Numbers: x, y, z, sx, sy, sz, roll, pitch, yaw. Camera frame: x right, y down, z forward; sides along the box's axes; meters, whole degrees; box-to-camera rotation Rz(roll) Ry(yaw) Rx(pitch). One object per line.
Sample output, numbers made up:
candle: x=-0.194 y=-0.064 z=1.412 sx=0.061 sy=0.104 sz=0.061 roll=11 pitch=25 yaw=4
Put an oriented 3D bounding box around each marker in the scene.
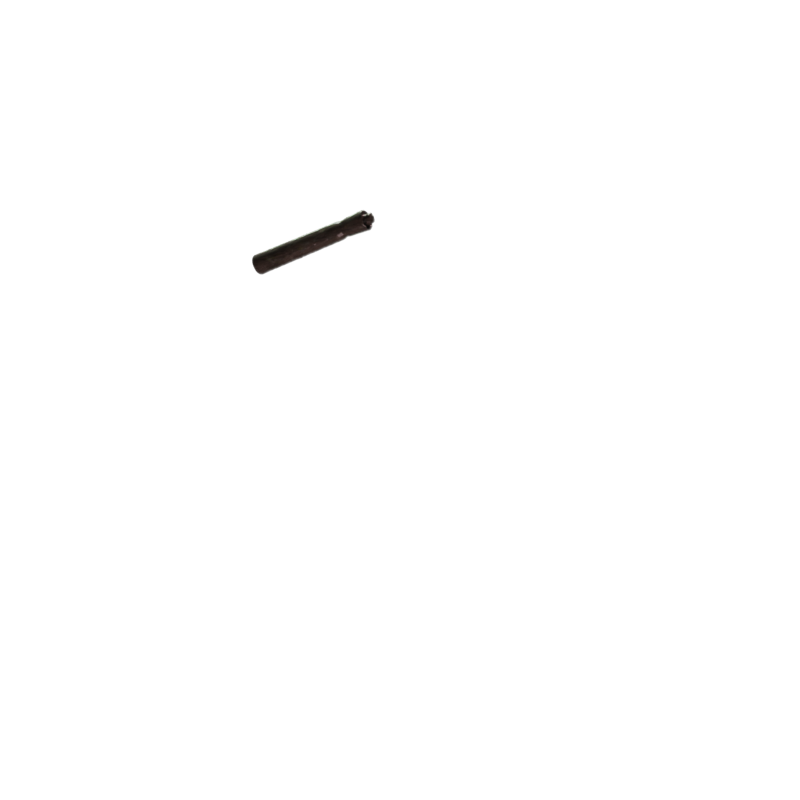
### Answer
marker: x=-0.076 y=-0.138 z=0.969 sx=0.122 sy=0.020 sz=0.019 roll=-18 pitch=-5 yaw=26
